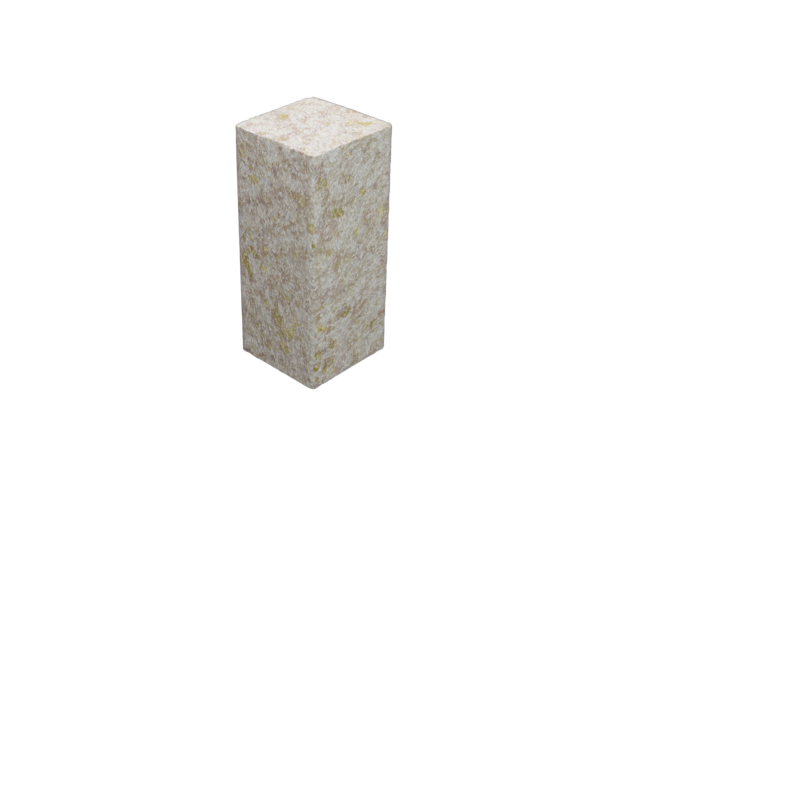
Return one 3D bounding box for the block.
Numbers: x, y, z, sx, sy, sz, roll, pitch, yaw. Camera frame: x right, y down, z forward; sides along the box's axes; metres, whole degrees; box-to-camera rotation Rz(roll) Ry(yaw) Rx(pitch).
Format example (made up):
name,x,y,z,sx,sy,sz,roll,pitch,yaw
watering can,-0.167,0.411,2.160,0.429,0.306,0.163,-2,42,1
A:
name,x,y,z,sx,sy,sz,roll,pitch,yaw
block,-0.071,-0.129,0.902,0.096,0.194,0.090,26,39,34
